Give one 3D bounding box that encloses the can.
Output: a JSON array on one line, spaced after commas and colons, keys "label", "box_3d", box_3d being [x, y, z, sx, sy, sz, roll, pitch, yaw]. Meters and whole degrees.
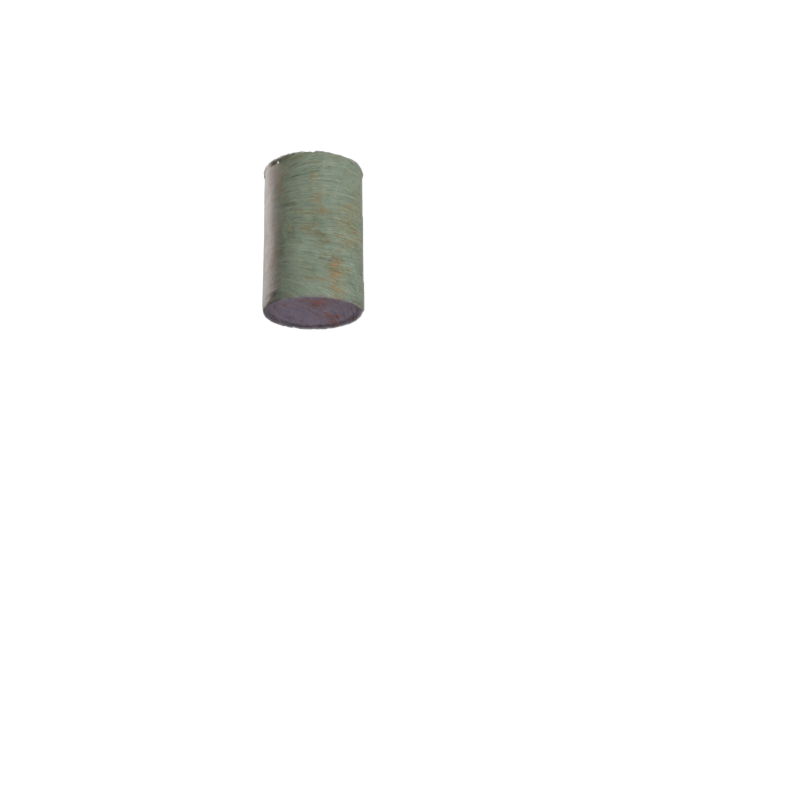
[{"label": "can", "box_3d": [-0.058, -0.105, 0.738, 0.068, 0.107, 0.065, 0, -20, -2]}]
